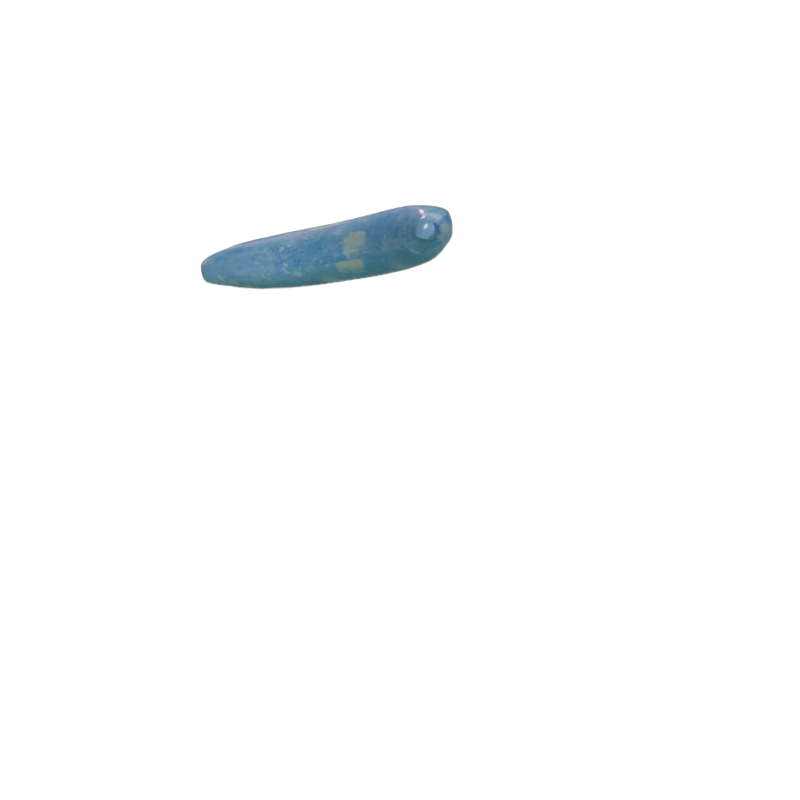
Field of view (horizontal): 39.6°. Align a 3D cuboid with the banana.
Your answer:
[{"bbox_3d":[-0.037,-0.095,0.681,0.203,0.038,0.066,-6,-10,43],"label":"banana"}]
